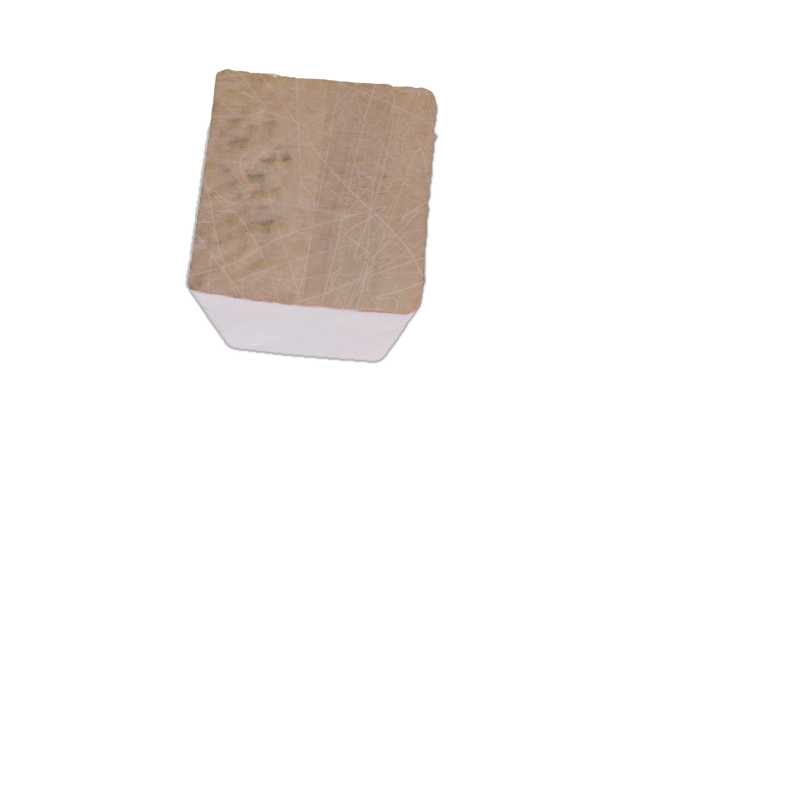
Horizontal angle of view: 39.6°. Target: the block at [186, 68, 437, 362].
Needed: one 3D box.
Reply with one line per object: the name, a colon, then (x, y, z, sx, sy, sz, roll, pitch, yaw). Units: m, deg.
block: (-0.040, -0.074, 0.522, 0.090, 0.093, 0.203, 6, -5, -3)
